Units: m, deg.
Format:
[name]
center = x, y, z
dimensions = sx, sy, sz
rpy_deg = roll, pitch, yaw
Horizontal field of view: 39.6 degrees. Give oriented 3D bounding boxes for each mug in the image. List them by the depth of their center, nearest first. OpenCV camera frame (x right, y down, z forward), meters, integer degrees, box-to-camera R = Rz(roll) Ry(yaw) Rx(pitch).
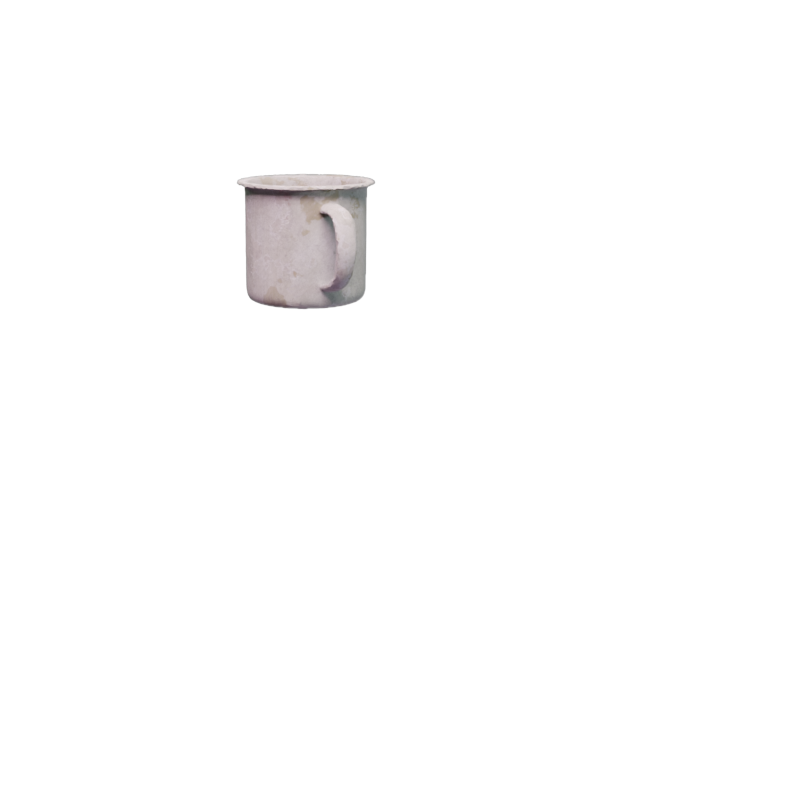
[mug]
center = -0.058, -0.106, 0.740
dimensions = 0.091, 0.079, 0.123
rpy_deg = -6, 15, -27
